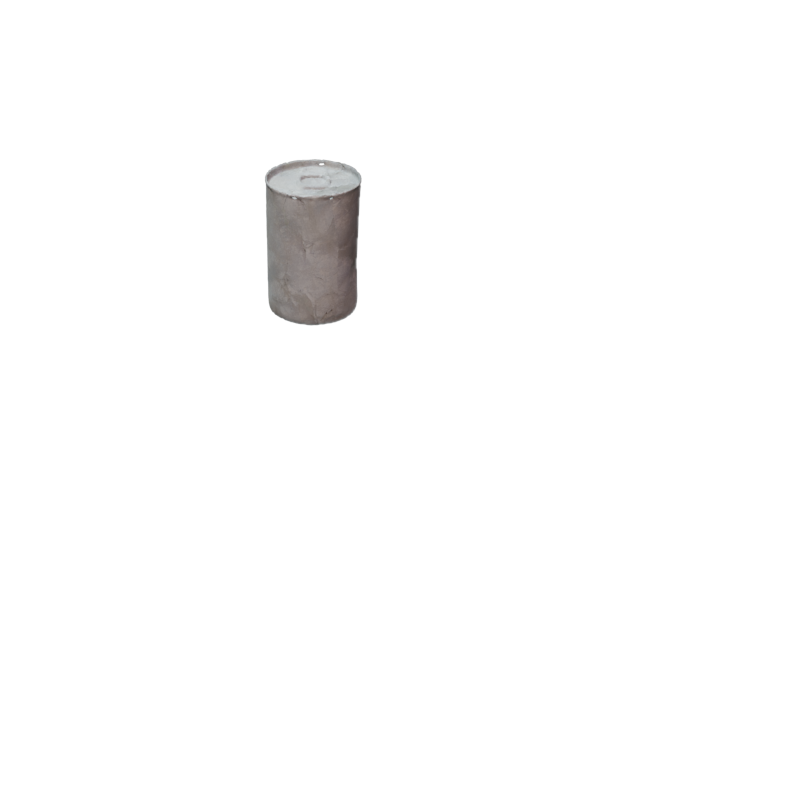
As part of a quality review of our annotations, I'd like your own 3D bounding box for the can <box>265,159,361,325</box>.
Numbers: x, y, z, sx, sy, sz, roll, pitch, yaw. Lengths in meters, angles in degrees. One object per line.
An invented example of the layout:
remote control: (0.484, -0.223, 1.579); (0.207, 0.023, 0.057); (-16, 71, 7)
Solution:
can: (-0.062, -0.114, 0.798); (0.068, 0.096, 0.073); (0, 29, -2)
